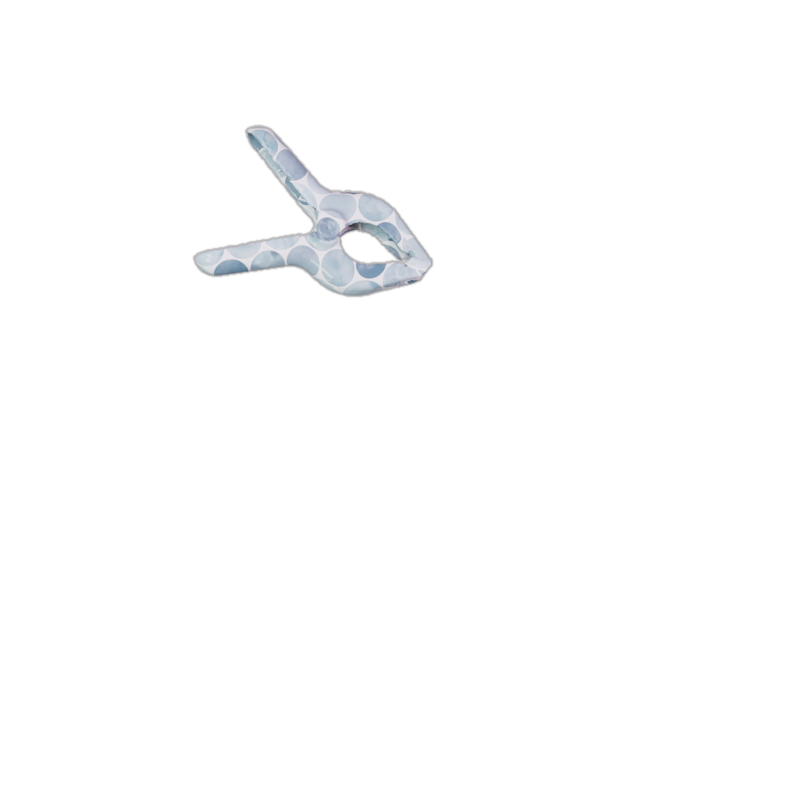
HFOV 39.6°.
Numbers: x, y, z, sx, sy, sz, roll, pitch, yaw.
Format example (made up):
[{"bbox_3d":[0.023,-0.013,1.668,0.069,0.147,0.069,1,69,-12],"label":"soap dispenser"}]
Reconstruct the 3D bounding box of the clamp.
[{"bbox_3d":[-0.064,-0.118,0.824,0.173,0.122,0.038,28,-9,5],"label":"clamp"}]
